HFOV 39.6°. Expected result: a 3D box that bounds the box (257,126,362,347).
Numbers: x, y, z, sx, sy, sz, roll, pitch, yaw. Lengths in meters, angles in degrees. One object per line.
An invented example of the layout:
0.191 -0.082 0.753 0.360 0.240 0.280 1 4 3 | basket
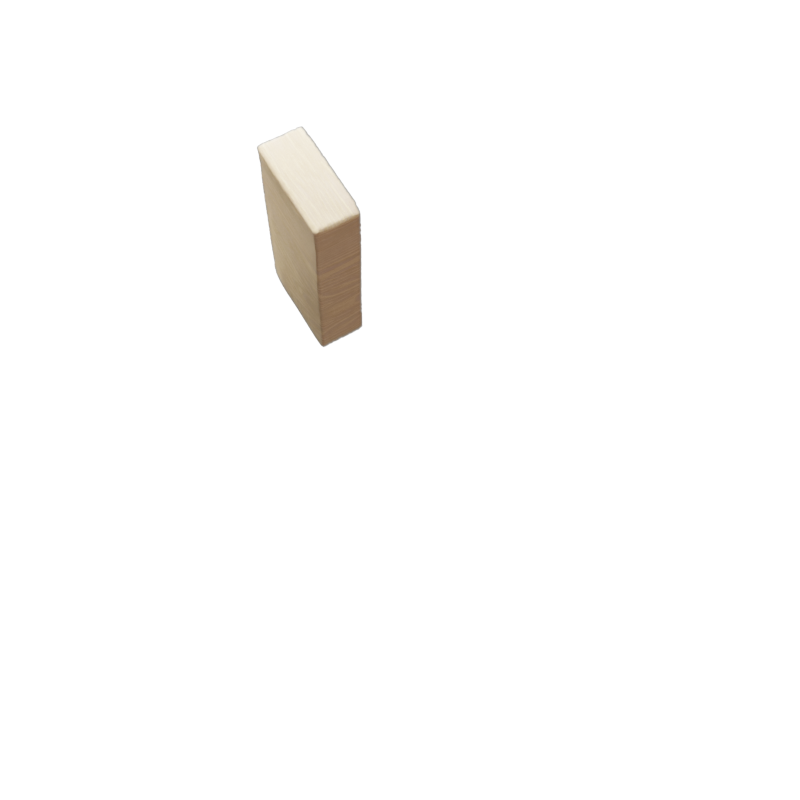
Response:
-0.068 -0.125 0.873 0.048 0.099 0.166 -25 -23 -16 | box
